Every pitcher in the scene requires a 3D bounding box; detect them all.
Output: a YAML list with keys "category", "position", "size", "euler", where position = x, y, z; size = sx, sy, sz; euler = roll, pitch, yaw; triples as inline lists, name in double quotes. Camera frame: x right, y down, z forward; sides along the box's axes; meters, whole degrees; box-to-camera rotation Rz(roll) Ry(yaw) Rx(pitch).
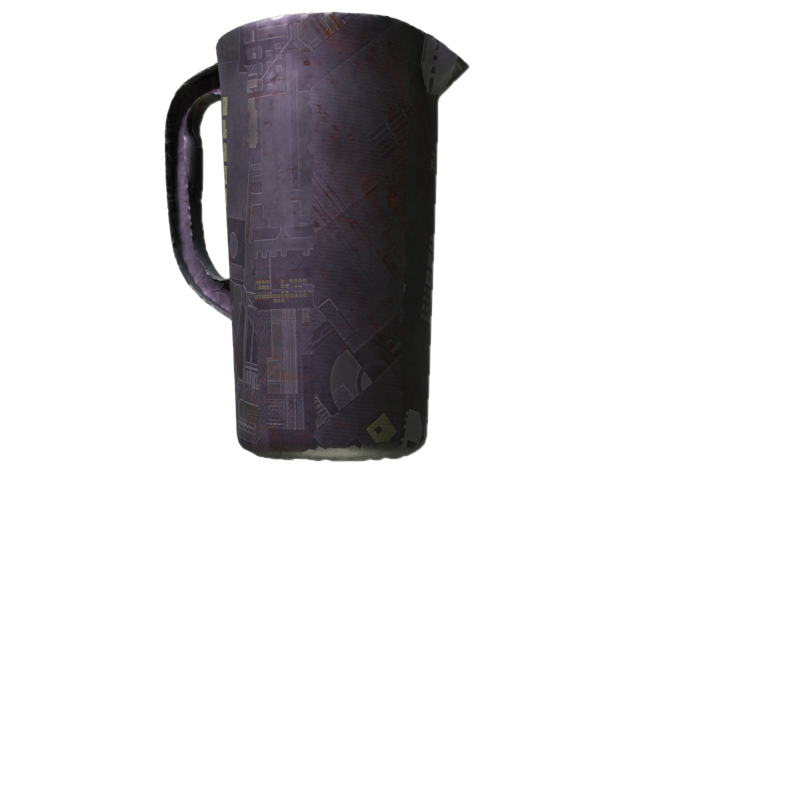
- category: "pitcher"
  position: [-0.050, -0.092, 0.643]
  size: [0.140, 0.246, 0.152]
  euler: [2, -4, -26]
